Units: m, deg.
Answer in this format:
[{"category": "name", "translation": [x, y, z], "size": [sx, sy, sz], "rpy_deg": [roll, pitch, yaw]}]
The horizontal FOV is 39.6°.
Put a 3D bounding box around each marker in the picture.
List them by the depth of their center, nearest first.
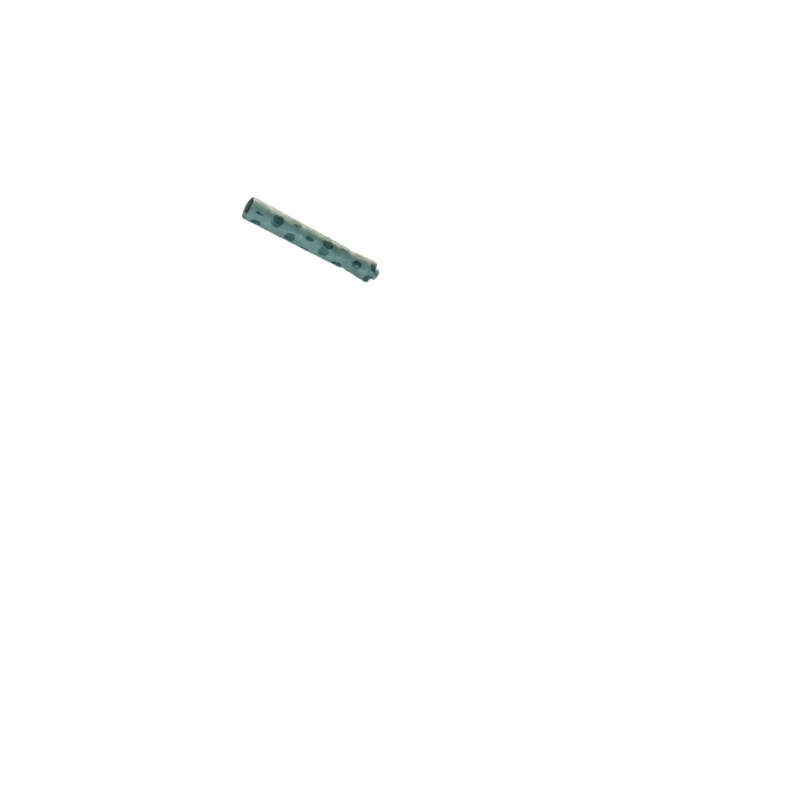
[{"category": "marker", "translation": [-0.069, -0.125, 0.876], "size": [0.116, 0.020, 0.020], "rpy_deg": [26, -6, -19]}]
